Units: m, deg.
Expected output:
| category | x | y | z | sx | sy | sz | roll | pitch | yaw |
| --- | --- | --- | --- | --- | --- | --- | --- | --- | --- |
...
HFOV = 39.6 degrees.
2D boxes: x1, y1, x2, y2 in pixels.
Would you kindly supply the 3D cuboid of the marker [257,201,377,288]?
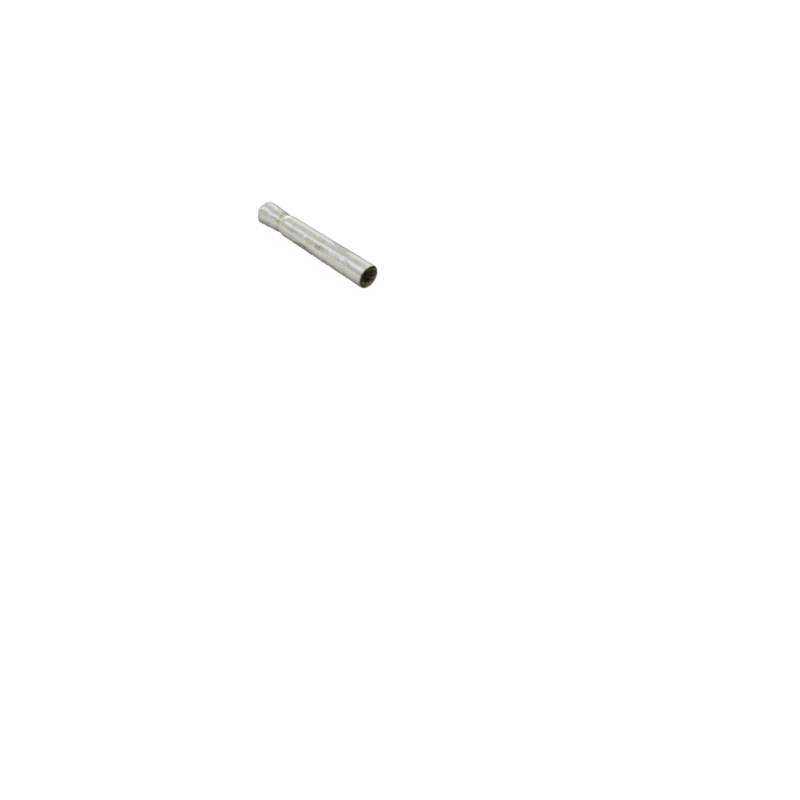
| category | x | y | z | sx | sy | sz | roll | pitch | yaw |
| --- | --- | --- | --- | --- | --- | --- | --- | --- | --- |
| marker | -0.065 | -0.119 | 0.836 | 0.019 | 0.019 | 0.130 | -3 | 31 | -48 |
